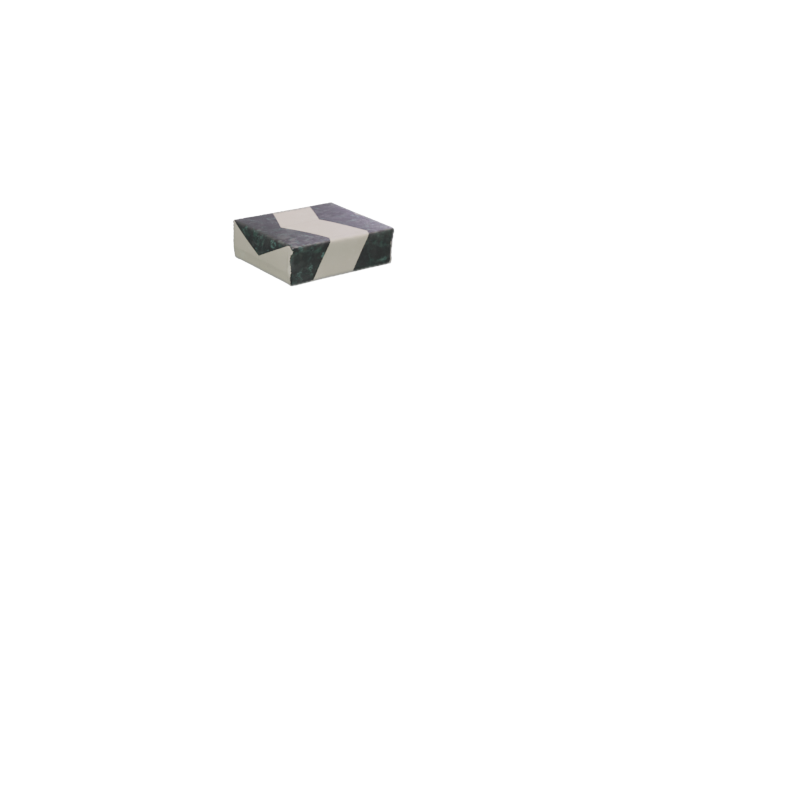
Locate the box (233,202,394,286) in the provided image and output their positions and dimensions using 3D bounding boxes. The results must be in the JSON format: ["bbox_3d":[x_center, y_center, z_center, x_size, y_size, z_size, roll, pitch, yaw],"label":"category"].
[{"bbox_3d":[-0.076,-0.138,0.969,0.112,0.037,0.096,-19,31,-35],"label":"box"}]
